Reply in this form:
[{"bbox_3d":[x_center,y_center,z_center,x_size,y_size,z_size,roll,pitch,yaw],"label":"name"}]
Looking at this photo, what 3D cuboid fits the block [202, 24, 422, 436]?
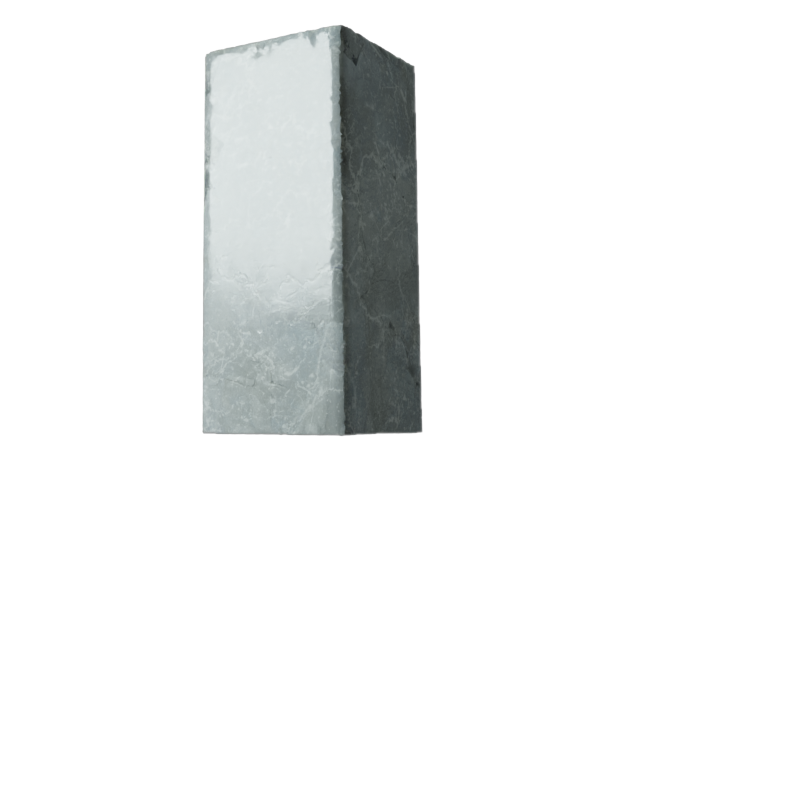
[{"bbox_3d":[-0.048,-0.086,0.605,0.093,0.210,0.086,-5,-8,29],"label":"block"}]
